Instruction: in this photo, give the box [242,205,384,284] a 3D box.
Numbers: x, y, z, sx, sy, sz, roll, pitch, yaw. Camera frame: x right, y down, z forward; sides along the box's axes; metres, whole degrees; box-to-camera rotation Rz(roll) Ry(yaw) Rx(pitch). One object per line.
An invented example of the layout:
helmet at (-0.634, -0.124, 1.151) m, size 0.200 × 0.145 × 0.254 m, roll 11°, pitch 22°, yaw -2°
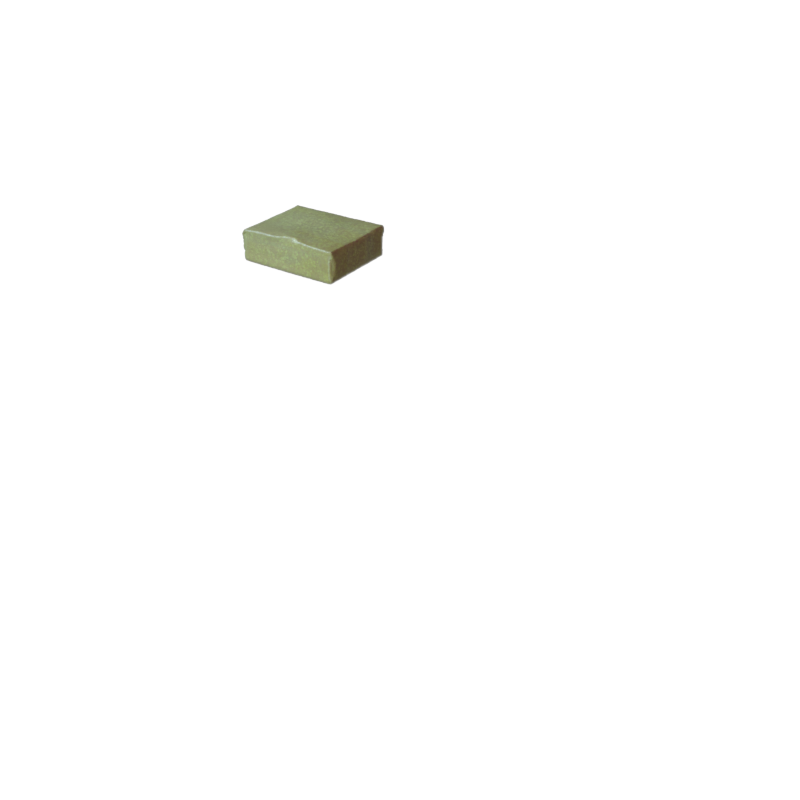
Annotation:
box at (-0.070, -0.127, 0.887) m, size 0.094 × 0.029 × 0.073 m, roll 18°, pitch 32°, yaw 30°
